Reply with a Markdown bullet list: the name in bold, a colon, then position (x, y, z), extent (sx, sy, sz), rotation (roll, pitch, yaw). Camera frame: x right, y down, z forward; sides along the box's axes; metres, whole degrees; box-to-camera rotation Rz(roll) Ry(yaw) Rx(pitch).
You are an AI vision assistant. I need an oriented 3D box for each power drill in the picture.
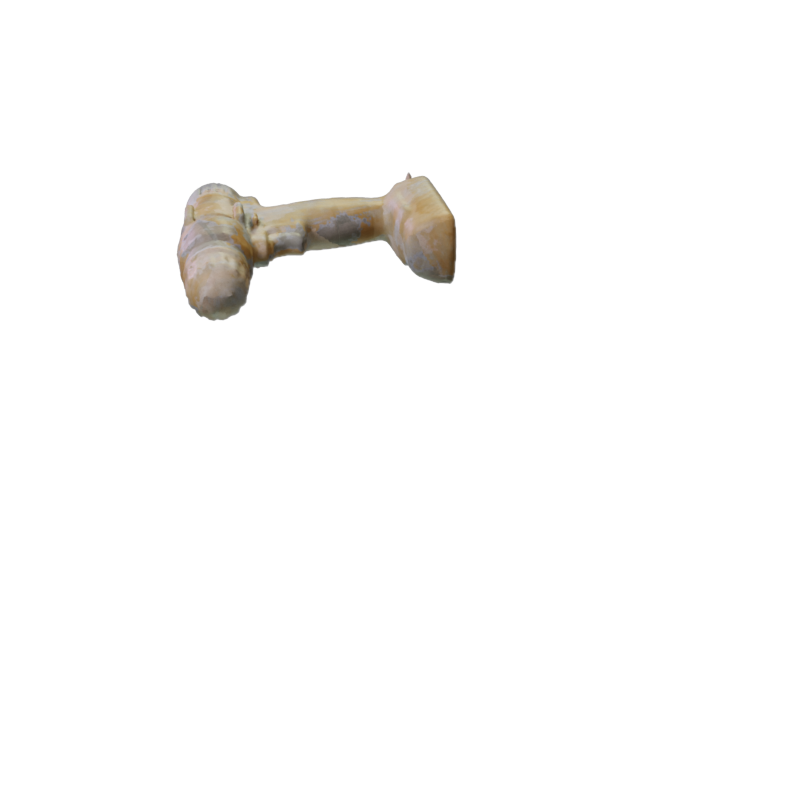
- **power drill**: position (-0.060, -0.109, 0.767), extent (0.186, 0.054, 0.196), rotation (-3, 29, -7)
